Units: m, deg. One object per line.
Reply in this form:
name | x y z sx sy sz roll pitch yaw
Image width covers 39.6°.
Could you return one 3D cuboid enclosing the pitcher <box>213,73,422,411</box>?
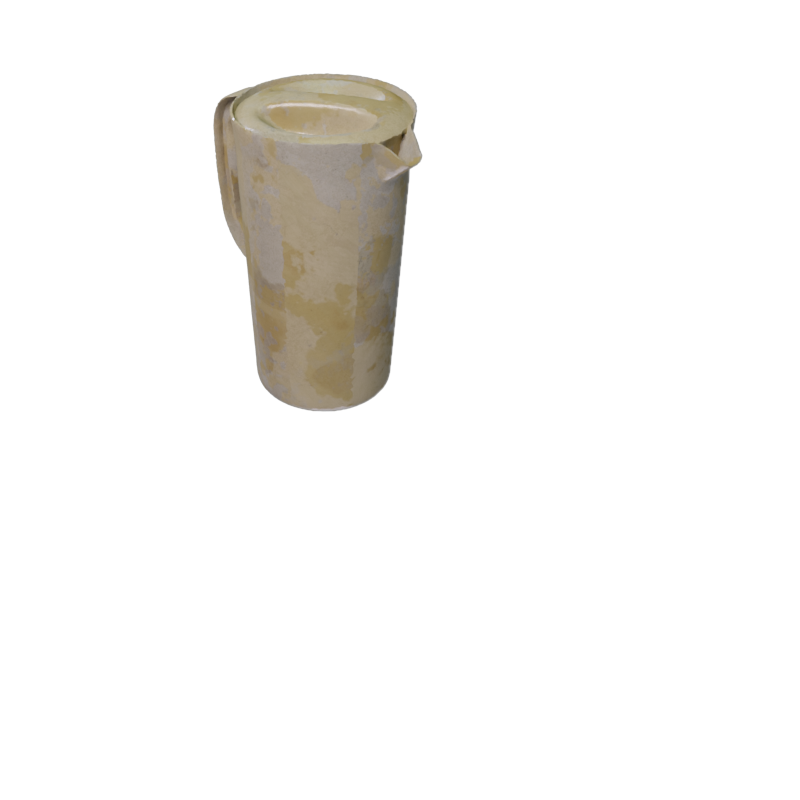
pitcher | -0.066 -0.121 0.847 0.144 0.228 0.160 -2 33 -7
